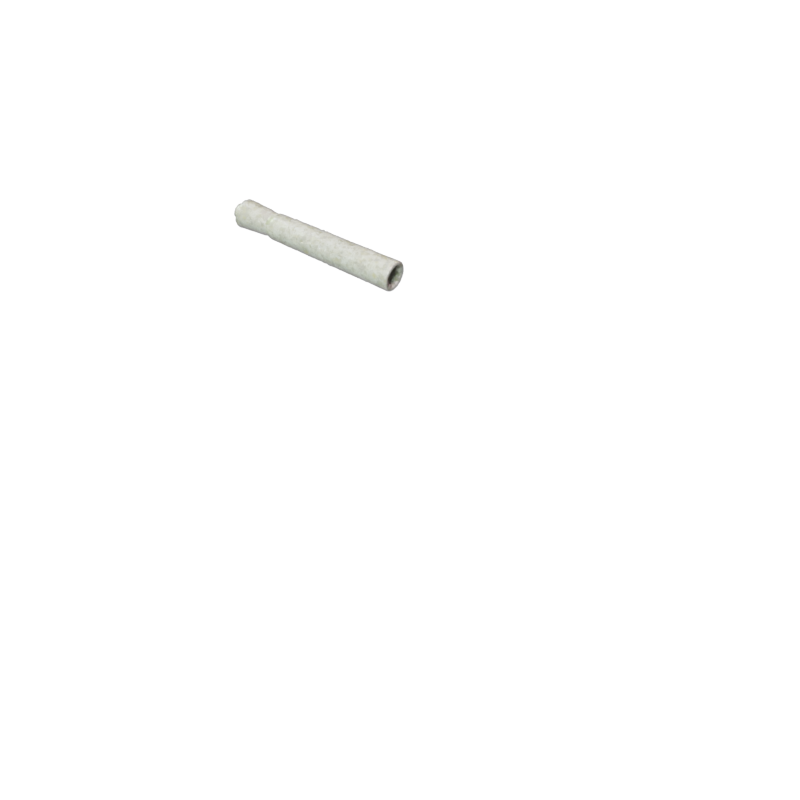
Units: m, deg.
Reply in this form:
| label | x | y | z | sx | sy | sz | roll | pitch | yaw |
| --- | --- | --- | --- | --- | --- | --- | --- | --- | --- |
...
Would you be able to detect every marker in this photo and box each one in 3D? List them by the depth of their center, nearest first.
| label | x | y | z | sx | sy | sz | roll | pitch | yaw |
| --- | --- | --- | --- | --- | --- | --- | --- | --- | --- |
| marker | -0.053 | -0.096 | 0.672 | 0.128 | 0.019 | 0.019 | 26 | 17 | 30 |
